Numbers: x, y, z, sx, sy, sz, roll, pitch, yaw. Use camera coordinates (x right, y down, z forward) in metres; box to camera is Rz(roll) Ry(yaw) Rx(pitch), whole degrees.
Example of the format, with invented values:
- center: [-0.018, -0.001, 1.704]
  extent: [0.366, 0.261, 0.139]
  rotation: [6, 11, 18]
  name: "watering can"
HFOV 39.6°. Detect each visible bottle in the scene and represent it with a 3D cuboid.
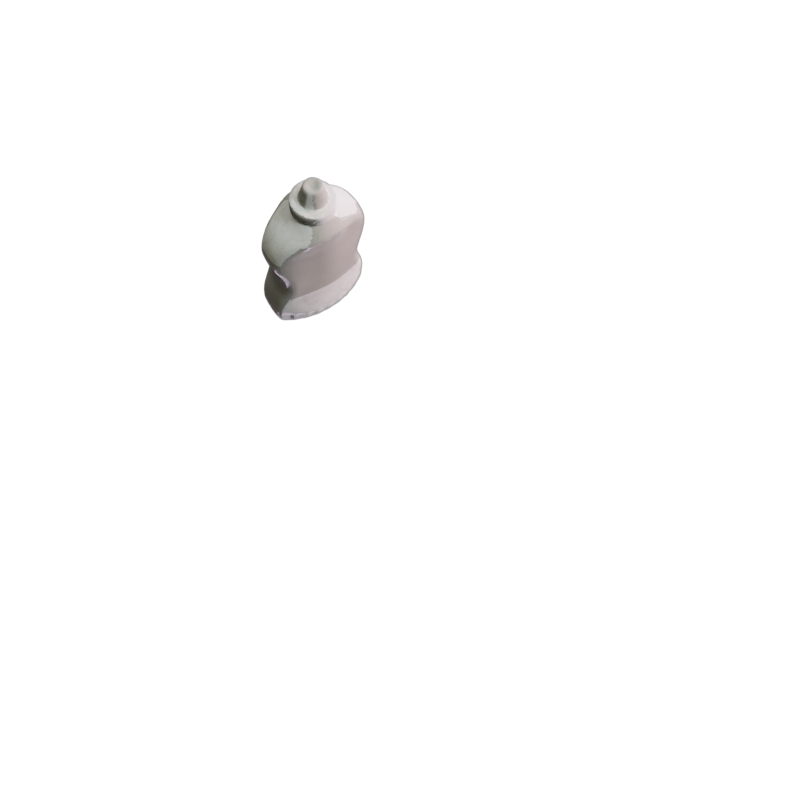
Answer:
- center: [-0.078, -0.142, 0.995]
  extent: [0.096, 0.062, 0.182]
  rotation: [-29, -17, -14]
  name: "bottle"
